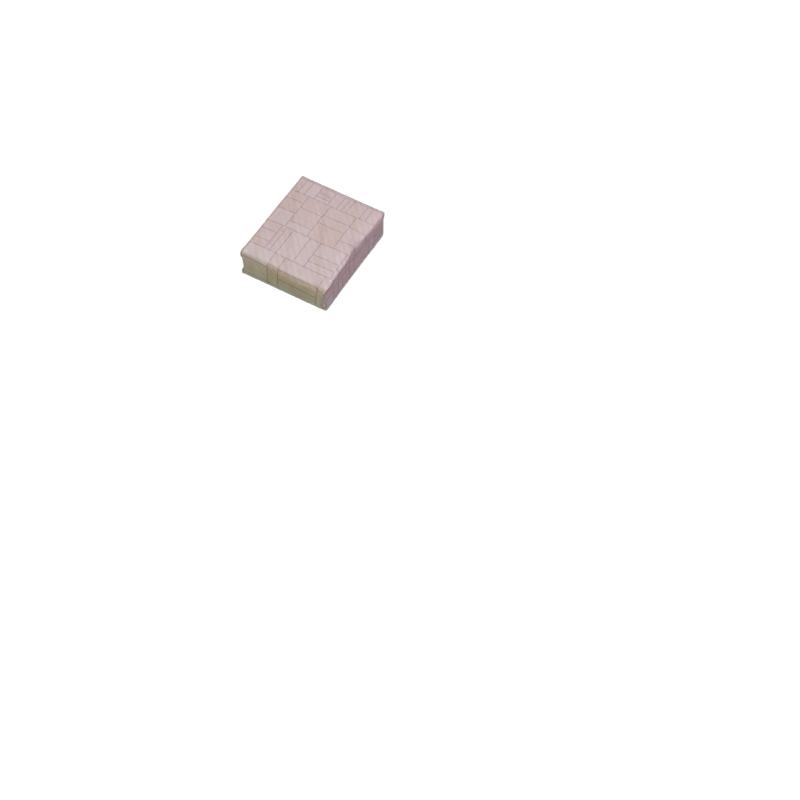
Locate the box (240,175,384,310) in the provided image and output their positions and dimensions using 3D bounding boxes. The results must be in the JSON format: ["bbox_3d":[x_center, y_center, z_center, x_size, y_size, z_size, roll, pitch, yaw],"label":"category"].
[{"bbox_3d":[-0.064,-0.117,0.817,0.076,0.092,0.028,25,-33,17],"label":"box"}]
